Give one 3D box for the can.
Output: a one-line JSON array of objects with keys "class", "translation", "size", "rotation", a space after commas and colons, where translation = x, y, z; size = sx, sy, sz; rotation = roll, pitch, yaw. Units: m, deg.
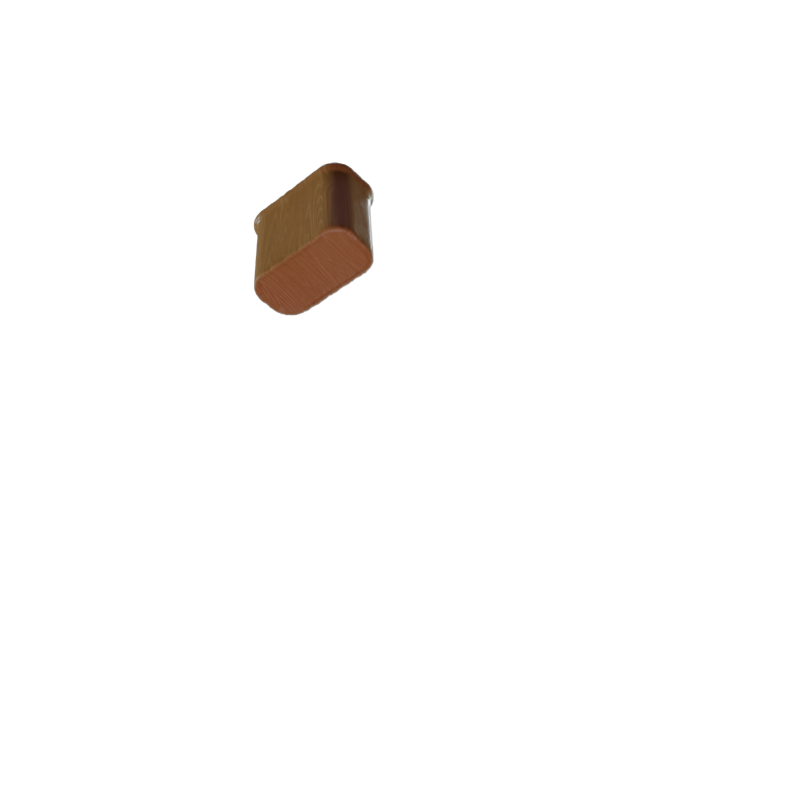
[{"class": "can", "translation": [-0.069, -0.125, 0.874], "size": [0.101, 0.090, 0.054], "rotation": [-32, -54, 24]}]
